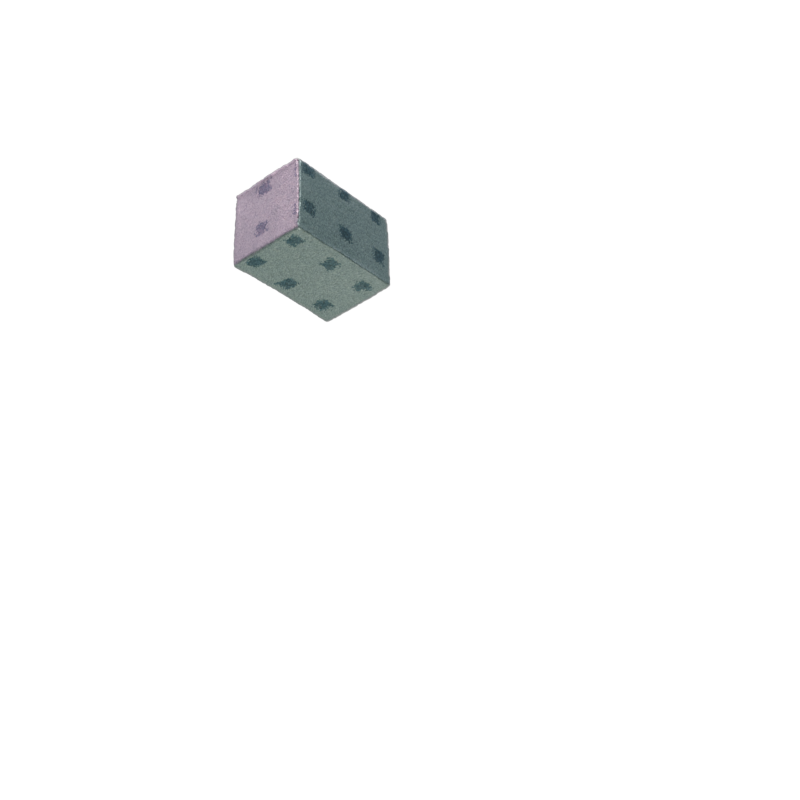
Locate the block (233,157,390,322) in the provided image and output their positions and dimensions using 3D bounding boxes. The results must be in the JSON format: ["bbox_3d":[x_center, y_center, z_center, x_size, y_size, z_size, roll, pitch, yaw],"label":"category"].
[{"bbox_3d":[-0.050,-0.091,0.635,0.053,0.055,0.073,-28,-42,33],"label":"block"}]
